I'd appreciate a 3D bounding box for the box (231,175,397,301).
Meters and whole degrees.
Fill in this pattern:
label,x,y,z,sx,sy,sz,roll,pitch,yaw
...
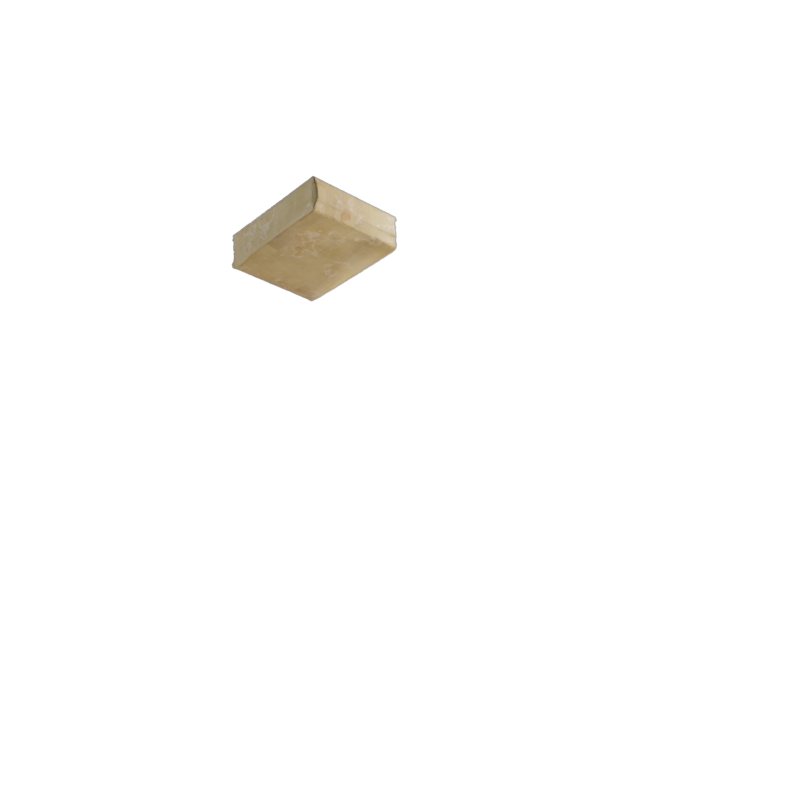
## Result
label,x,y,z,sx,sy,sz,roll,pitch,yaw
box,-0.072,-0.131,0.918,0.085,0.041,0.113,24,-39,-35
